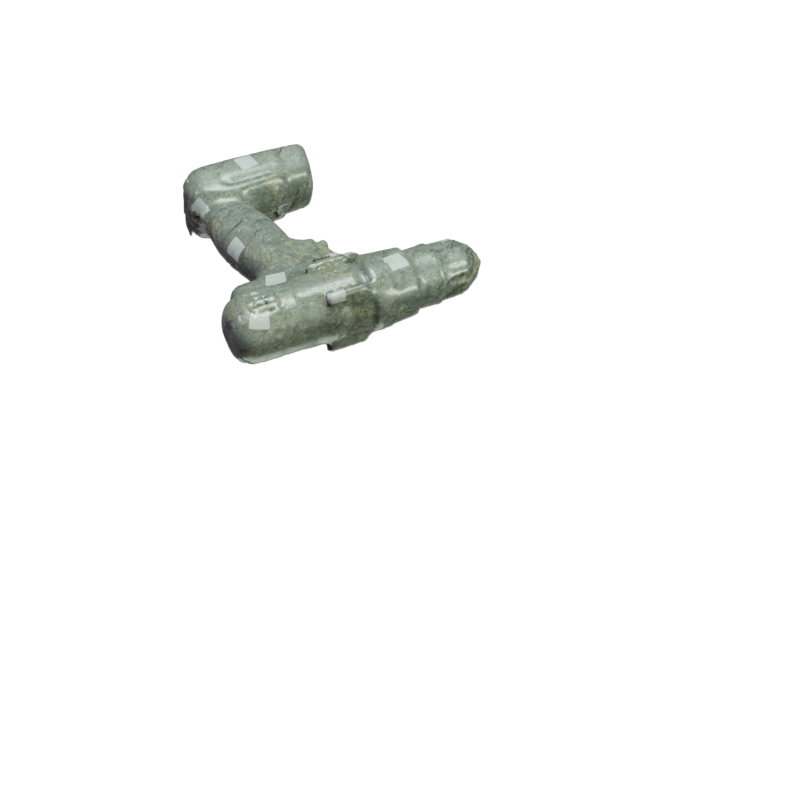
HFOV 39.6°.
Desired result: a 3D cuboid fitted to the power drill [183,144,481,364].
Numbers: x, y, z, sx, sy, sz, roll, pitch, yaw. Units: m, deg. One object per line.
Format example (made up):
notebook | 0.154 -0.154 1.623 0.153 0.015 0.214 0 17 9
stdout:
power drill | -0.062 -0.112 0.787 0.182 0.054 0.203 -18 43 -20
